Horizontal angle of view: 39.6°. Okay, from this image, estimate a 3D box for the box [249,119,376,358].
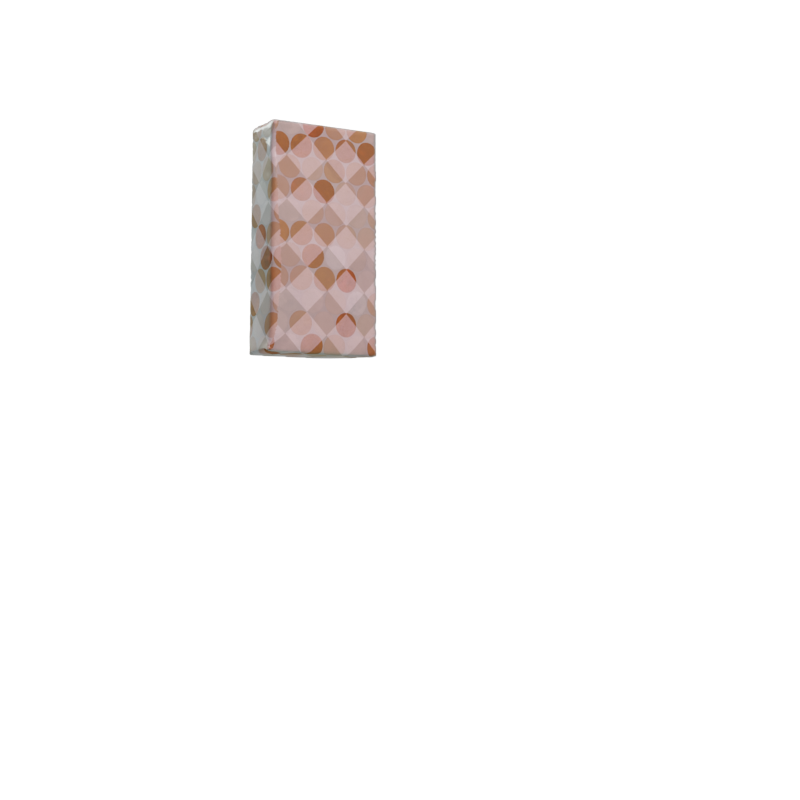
[{"bbox_3d":[-0.067,-0.122,0.854,0.090,0.181,0.049,4,-11,-29],"label":"box"}]
